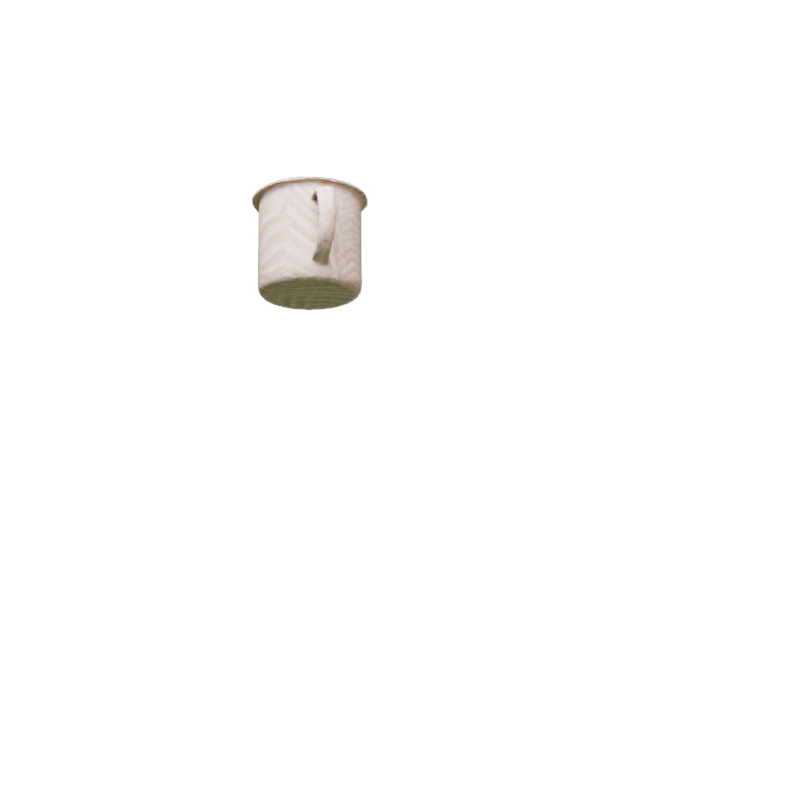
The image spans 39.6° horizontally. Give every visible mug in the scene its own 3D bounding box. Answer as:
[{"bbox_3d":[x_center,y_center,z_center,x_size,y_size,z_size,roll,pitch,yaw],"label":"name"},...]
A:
[{"bbox_3d":[-0.068,-0.124,0.867,0.091,0.085,0.115,4,-18,-16],"label":"mug"}]
